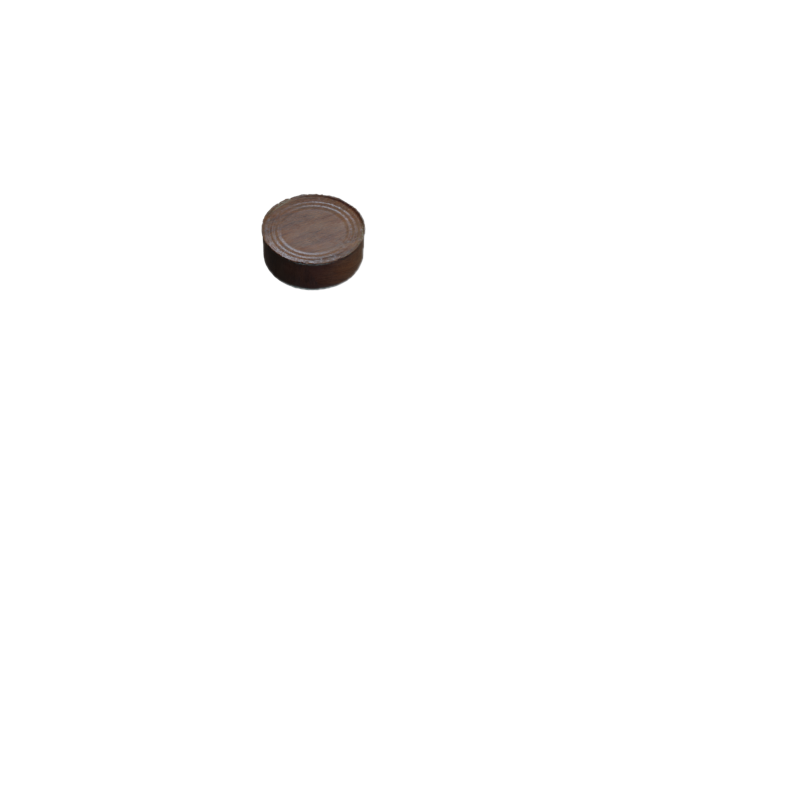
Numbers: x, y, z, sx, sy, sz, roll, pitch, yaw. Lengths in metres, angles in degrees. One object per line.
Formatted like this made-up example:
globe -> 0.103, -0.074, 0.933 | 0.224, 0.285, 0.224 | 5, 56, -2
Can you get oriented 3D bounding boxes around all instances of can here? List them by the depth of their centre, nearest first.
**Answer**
can -> -0.072, -0.132, 0.923 | 0.086, 0.092, 0.031 | -1, -43, -1
